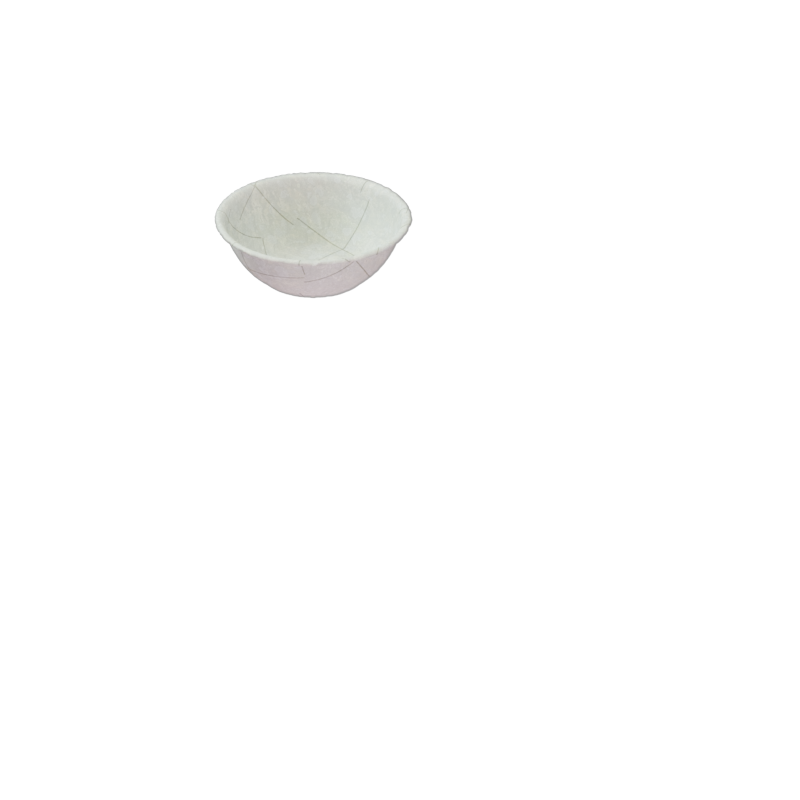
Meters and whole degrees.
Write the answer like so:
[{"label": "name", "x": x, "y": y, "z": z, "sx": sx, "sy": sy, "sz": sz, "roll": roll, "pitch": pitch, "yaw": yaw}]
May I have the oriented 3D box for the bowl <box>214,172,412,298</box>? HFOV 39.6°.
[{"label": "bowl", "x": -0.072, "y": -0.132, "z": 0.921, "sx": 0.162, "sy": 0.052, "sz": 0.173, "roll": -1, "pitch": 35, "yaw": -2}]
